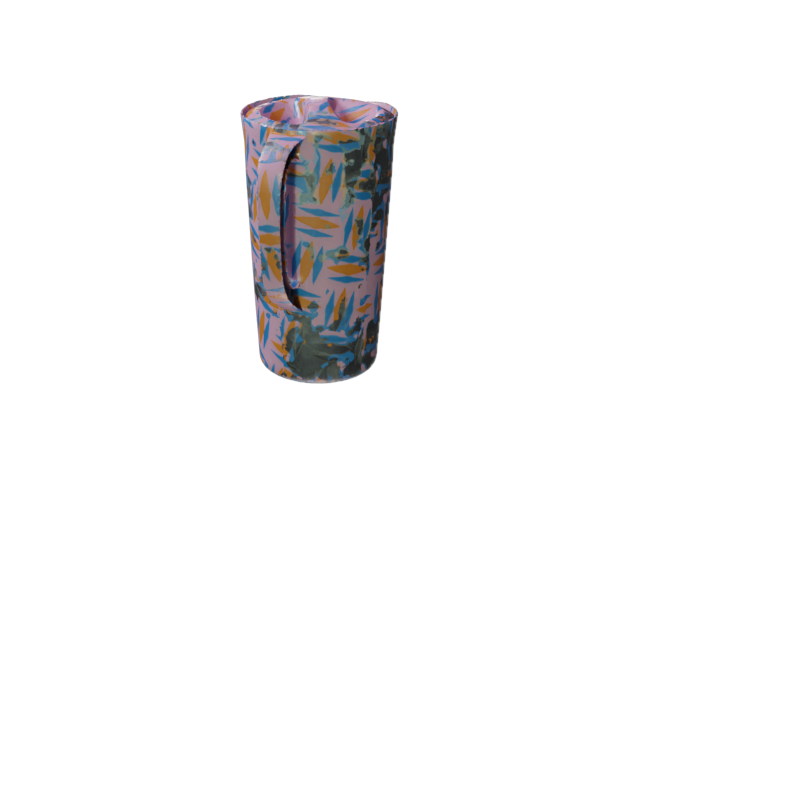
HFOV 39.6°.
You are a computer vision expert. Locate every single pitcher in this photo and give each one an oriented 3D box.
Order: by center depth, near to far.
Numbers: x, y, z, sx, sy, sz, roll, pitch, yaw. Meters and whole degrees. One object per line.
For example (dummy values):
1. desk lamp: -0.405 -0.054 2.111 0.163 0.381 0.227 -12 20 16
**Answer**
1. pitcher: -0.076 -0.138 0.968 0.146 0.232 0.155 -9 25 -24
